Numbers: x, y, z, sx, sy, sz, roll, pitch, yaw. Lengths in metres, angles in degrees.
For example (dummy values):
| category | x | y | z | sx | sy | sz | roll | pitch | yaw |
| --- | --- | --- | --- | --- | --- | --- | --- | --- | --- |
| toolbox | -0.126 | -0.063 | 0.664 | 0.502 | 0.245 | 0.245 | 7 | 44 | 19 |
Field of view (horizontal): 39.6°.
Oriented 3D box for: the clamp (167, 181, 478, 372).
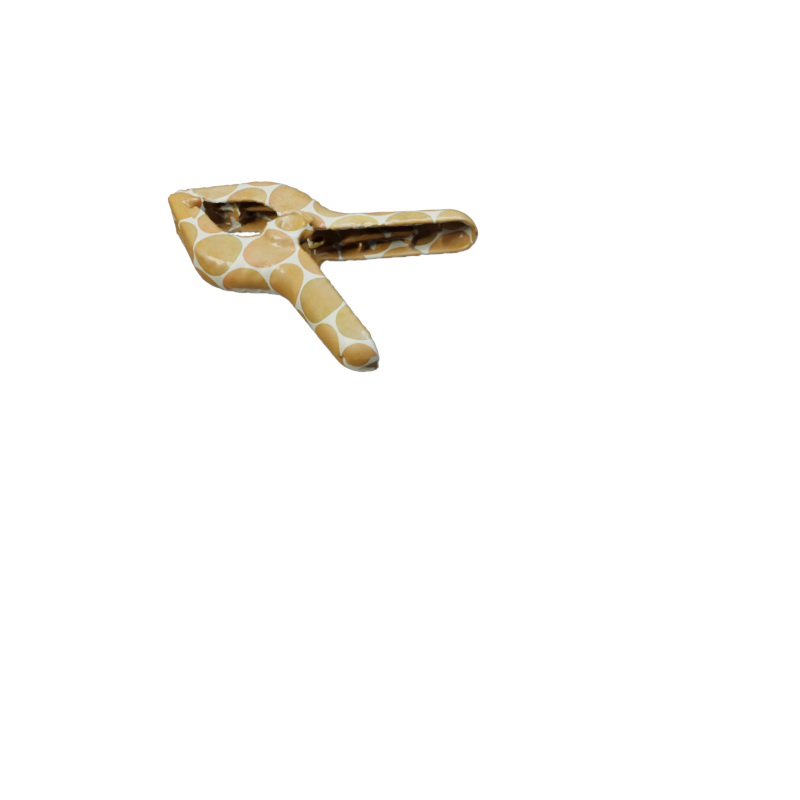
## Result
| category | x | y | z | sx | sy | sz | roll | pitch | yaw |
| --- | --- | --- | --- | --- | --- | --- | --- | --- | --- |
| clamp | -0.047 | -0.086 | 0.603 | 0.182 | 0.037 | 0.121 | 29 | 48 | 29 |
